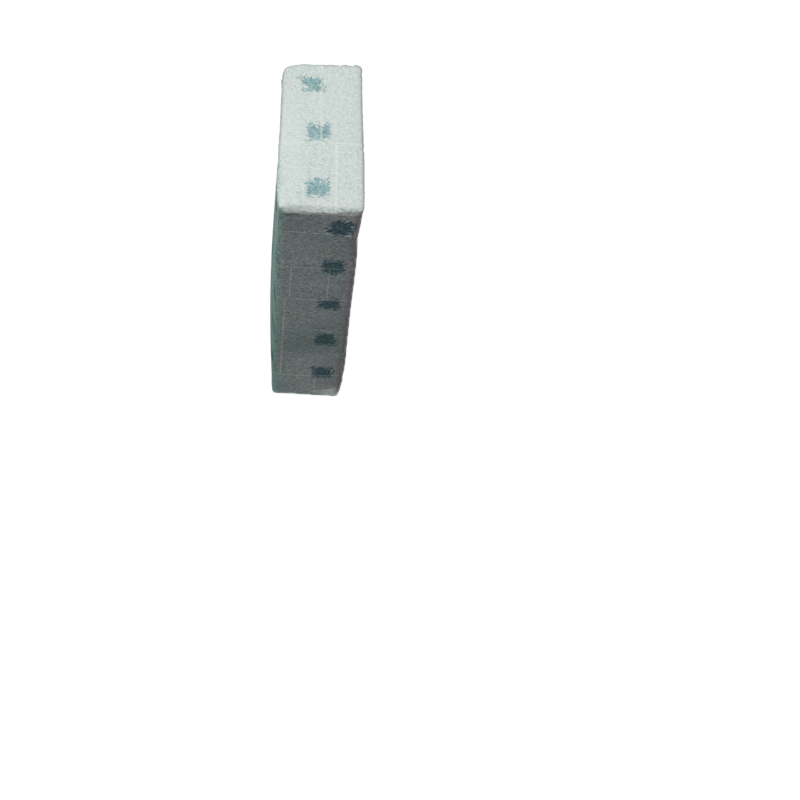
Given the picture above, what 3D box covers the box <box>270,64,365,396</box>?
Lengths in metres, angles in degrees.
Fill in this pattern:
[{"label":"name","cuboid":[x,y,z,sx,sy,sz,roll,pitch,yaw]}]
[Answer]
[{"label":"box","cuboid":[-0.046,-0.084,0.587,0.048,0.100,0.165,1,-32,-4]}]
